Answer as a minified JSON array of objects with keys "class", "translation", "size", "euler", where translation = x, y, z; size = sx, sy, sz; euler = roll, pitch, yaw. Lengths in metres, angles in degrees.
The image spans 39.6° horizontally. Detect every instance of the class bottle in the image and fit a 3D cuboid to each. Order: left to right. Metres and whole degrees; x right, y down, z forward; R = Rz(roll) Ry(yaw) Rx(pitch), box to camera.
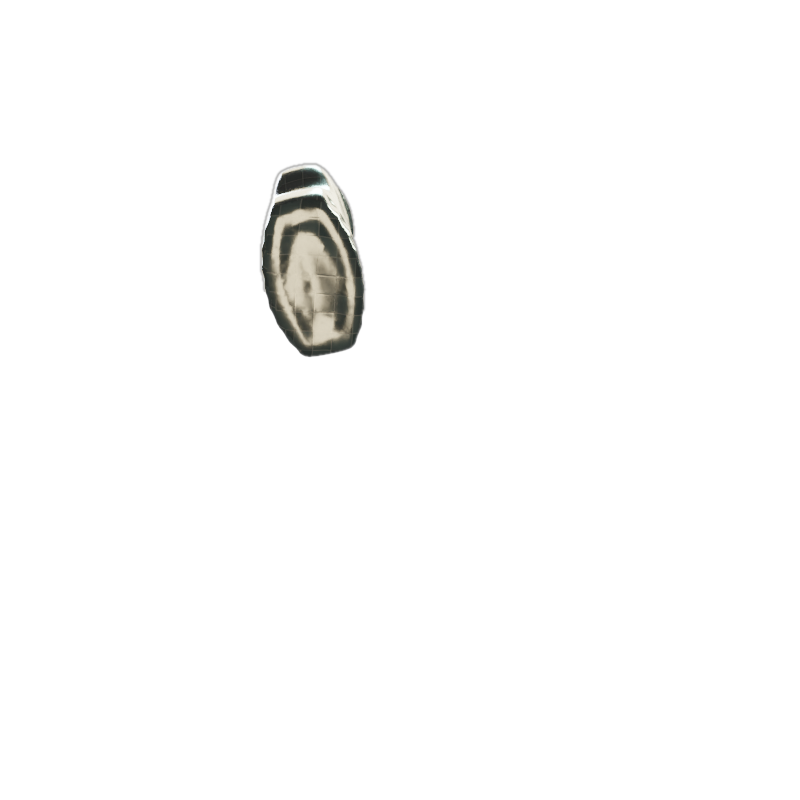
[{"class":"bottle","translation":[-0.057,-0.103,0.725],"size":[0.058,0.092,0.200],"euler":[-13,20,1]}]
